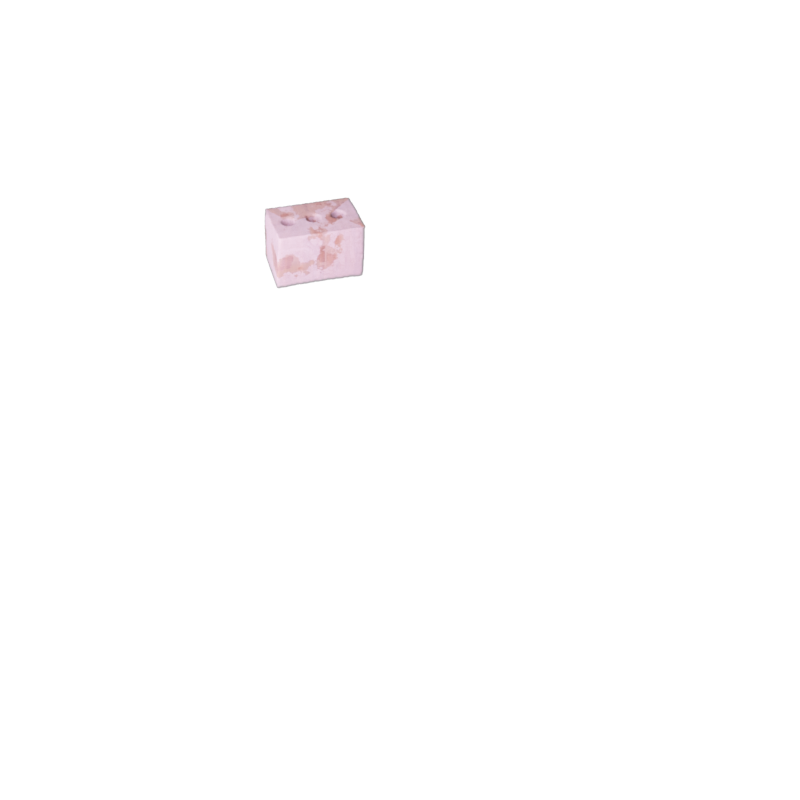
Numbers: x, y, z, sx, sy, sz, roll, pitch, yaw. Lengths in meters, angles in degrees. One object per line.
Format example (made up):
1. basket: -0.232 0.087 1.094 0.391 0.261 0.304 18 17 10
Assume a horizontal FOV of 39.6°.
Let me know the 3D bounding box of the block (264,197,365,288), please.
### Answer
1. block: -0.075 -0.137 0.959 0.077 0.048 0.057 -10 40 -14
